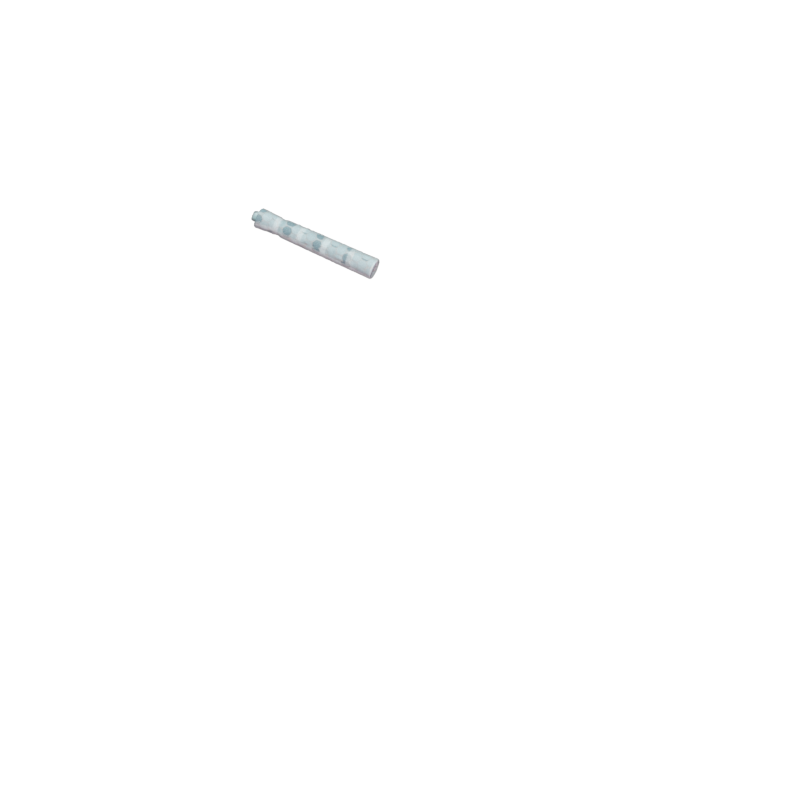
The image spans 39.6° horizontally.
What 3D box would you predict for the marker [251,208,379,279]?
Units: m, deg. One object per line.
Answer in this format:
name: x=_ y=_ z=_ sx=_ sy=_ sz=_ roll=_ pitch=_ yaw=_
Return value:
marker: x=-0.076 y=-0.138 z=0.970 sx=0.125 sy=0.019 sz=0.019 roll=26 pitch=10 yaw=16
